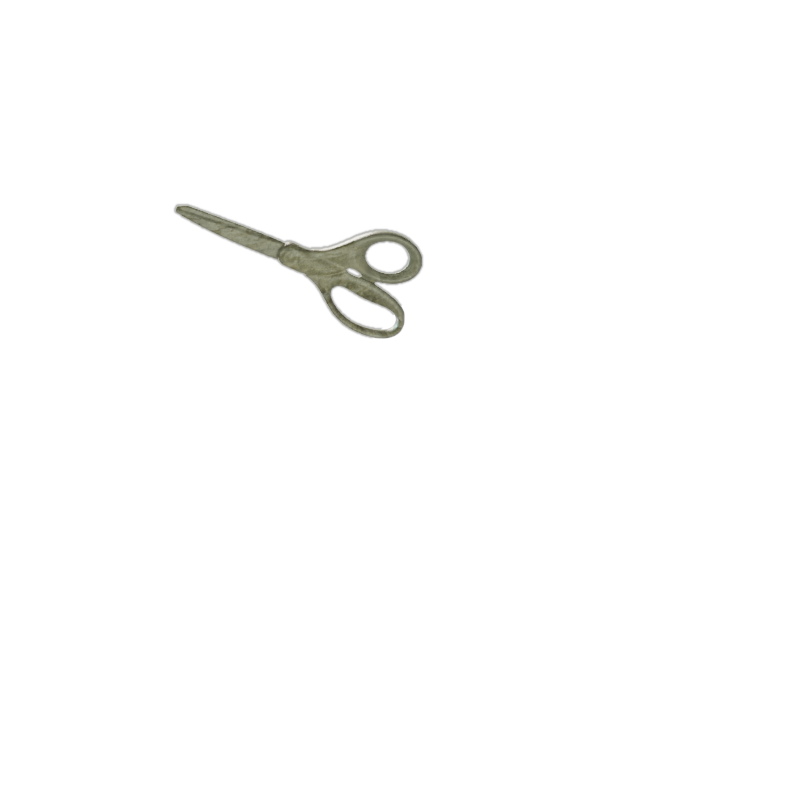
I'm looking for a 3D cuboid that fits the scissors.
[{"bbox_3d":[-0.068,-0.124,0.870,0.196,0.095,0.016,37,14,-11],"label":"scissors"}]
